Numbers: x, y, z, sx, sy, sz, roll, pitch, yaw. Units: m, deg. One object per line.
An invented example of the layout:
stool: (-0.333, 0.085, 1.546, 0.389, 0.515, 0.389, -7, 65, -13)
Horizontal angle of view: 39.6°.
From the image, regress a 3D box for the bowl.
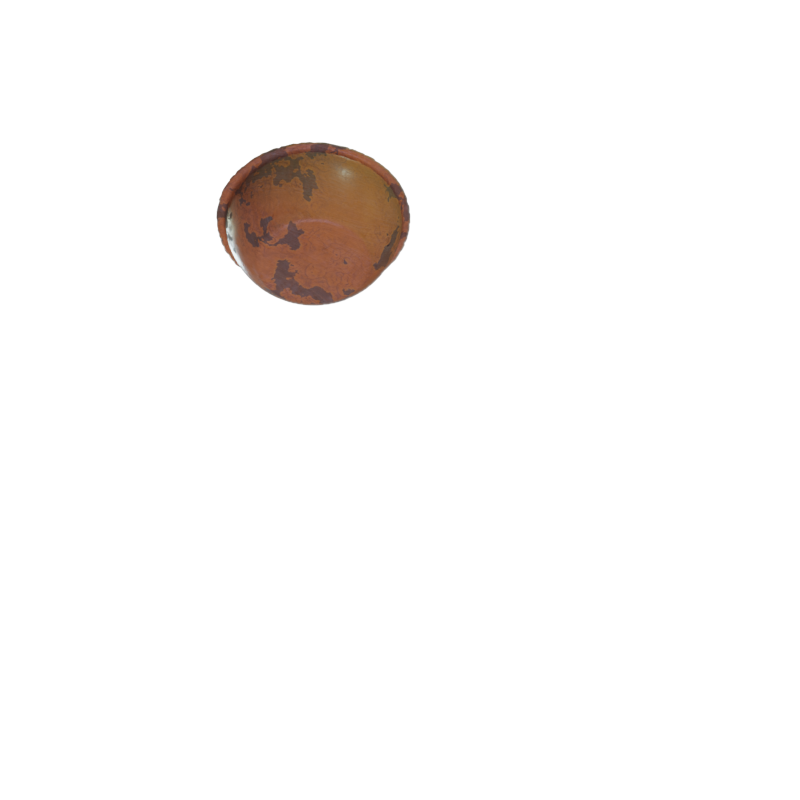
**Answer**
bowl: (-0.071, -0.129, 0.903, 0.162, 0.151, 0.059, 1, 44, -1)
